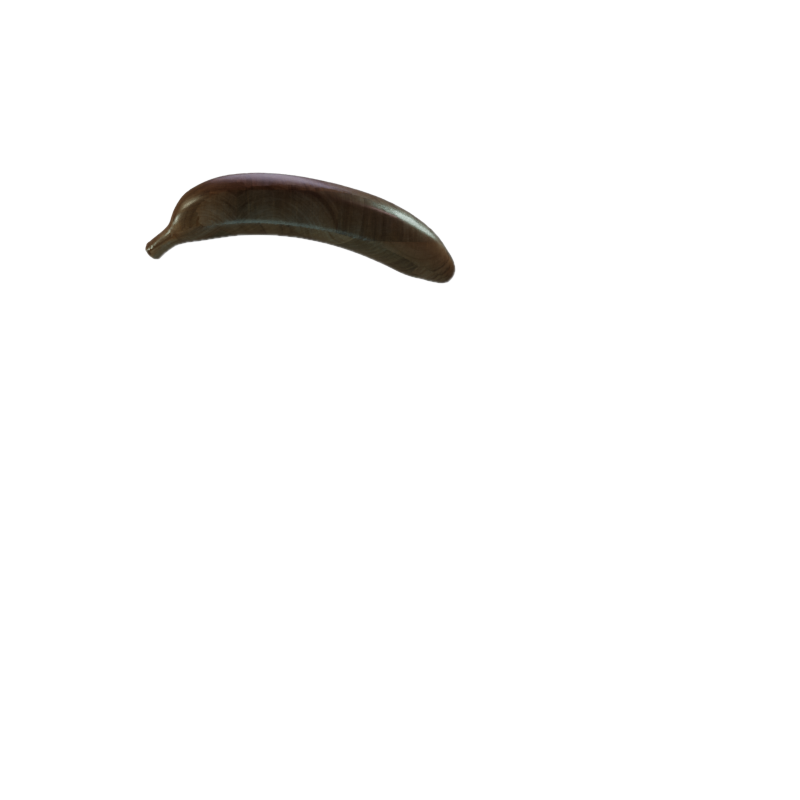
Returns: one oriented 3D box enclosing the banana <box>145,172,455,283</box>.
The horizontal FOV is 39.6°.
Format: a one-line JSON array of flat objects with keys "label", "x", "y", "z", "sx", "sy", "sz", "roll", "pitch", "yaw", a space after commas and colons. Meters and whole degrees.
[{"label": "banana", "x": -0.053, "y": -0.107, "z": 0.678, "sx": 0.194, "sy": 0.039, "sz": 0.067, "roll": 6, "pitch": -27, "yaw": -11}]
